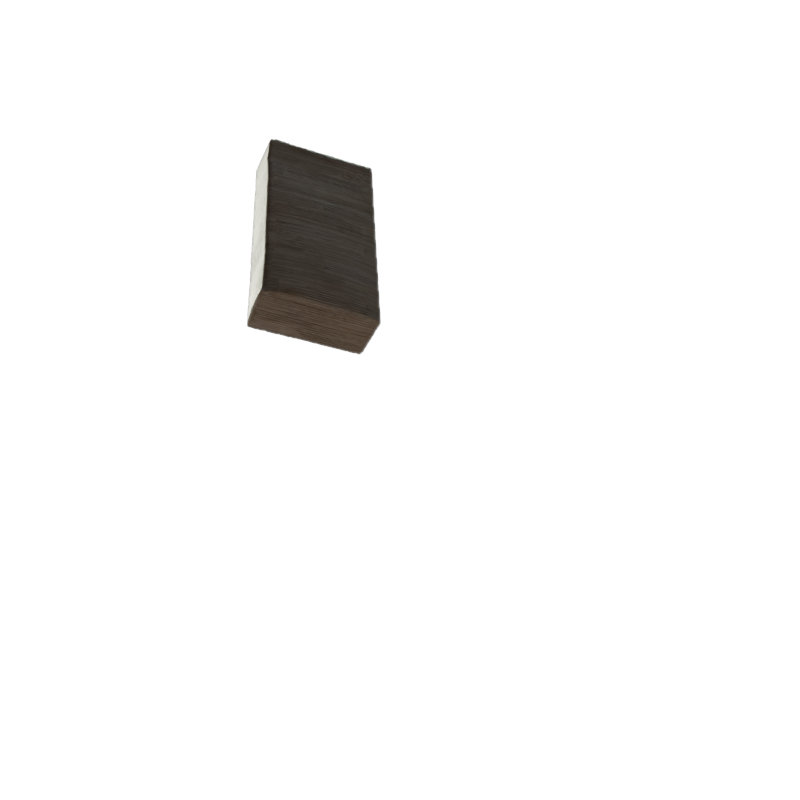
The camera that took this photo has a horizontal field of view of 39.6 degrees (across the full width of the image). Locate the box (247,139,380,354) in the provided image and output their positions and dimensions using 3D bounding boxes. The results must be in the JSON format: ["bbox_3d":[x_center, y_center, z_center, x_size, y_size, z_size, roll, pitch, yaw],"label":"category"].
[{"bbox_3d":[-0.068,-0.123,0.863,0.091,0.189,0.046,13,-47,-16],"label":"box"}]
